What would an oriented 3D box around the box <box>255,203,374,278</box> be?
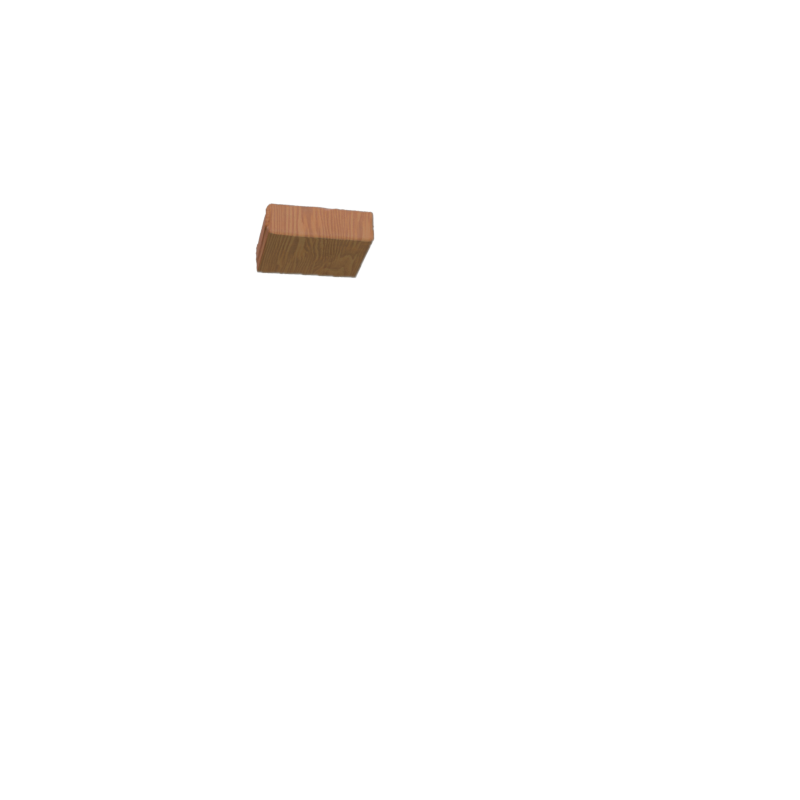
[{"bbox_3d":[-0.072,-0.131,0.920,0.088,0.032,0.070,4,-22,-10],"label":"box"}]
